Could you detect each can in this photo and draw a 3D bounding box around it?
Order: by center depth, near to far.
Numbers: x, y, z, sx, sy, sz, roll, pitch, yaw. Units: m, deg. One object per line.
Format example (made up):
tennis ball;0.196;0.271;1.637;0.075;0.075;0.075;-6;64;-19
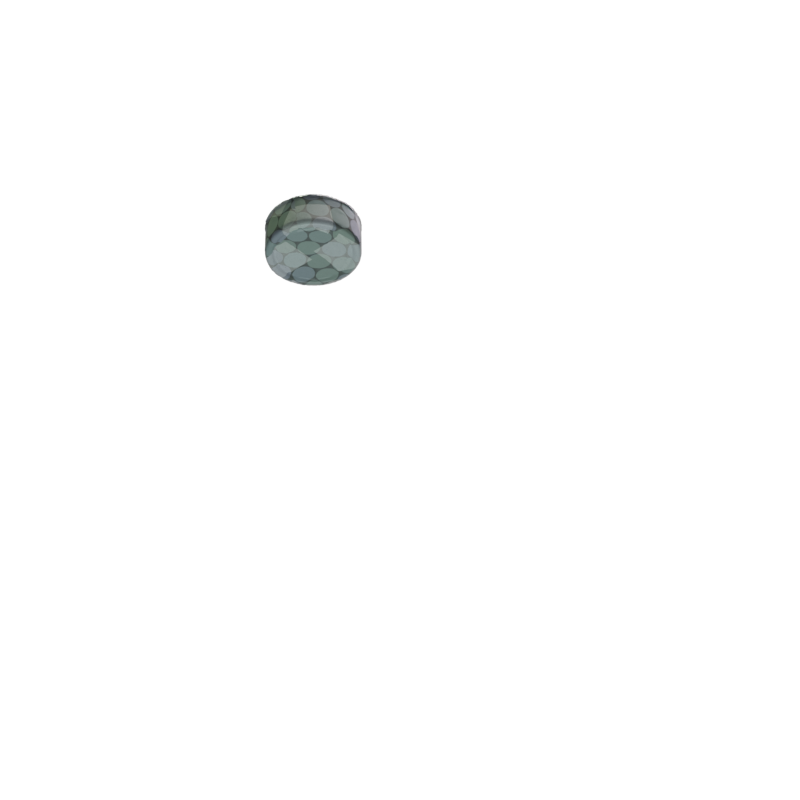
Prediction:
can;-0.076;-0.138;0.970;0.086;0.036;0.080;1;-38;-2
